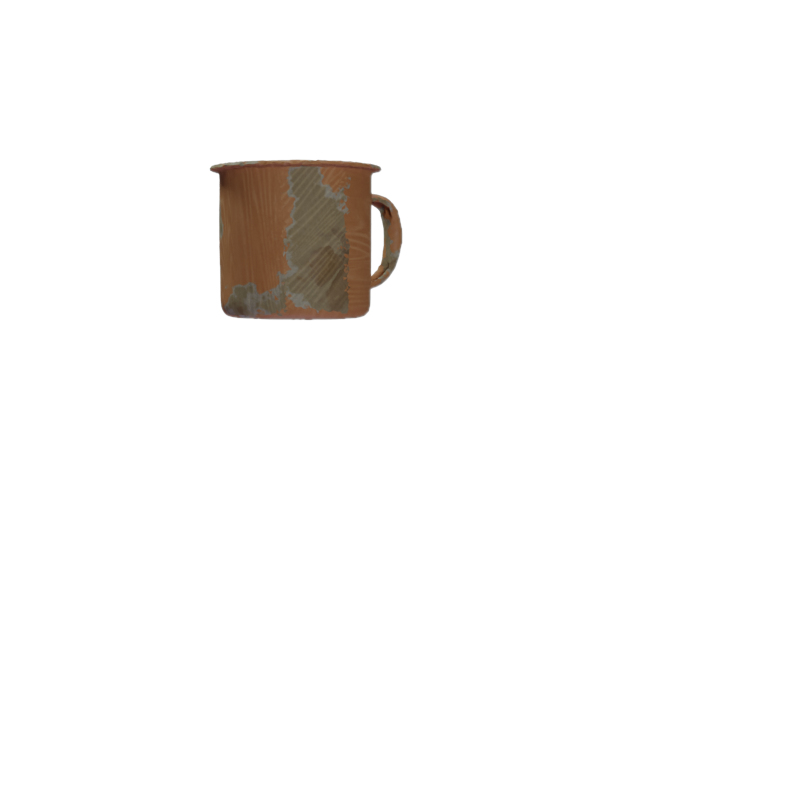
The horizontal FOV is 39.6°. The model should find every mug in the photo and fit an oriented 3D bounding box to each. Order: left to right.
[{"bbox_3d":[-0.048,-0.087,0.608,0.113,0.081,0.097,-4,5,-39],"label":"mug"}]
